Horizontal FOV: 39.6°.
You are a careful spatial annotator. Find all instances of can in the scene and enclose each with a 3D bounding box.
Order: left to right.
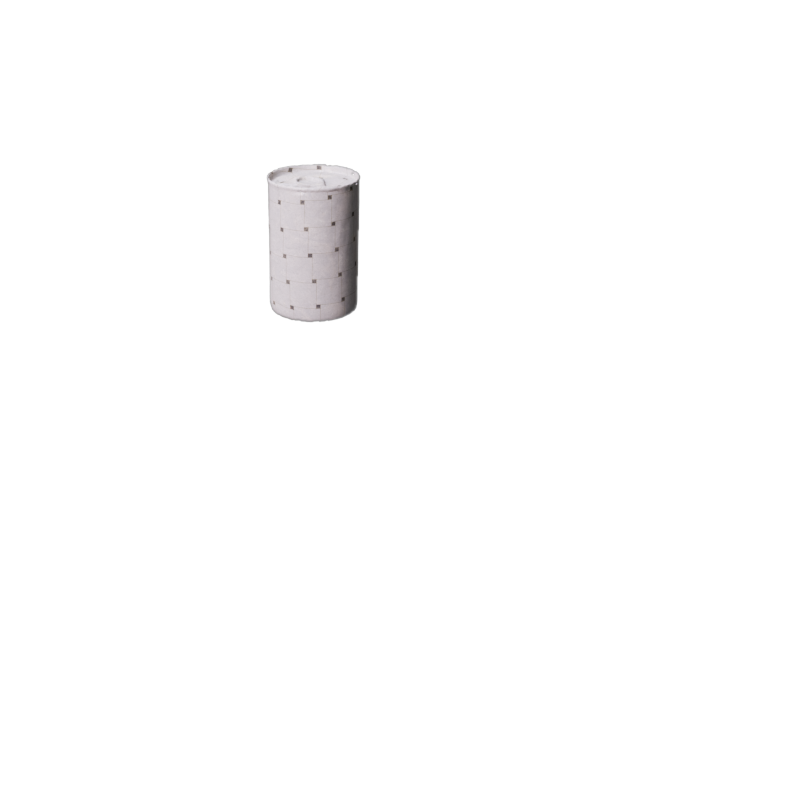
[{"bbox_3d":[-0.064,-0.117,0.819,0.068,0.098,0.072,0,22,-2],"label":"can"}]
